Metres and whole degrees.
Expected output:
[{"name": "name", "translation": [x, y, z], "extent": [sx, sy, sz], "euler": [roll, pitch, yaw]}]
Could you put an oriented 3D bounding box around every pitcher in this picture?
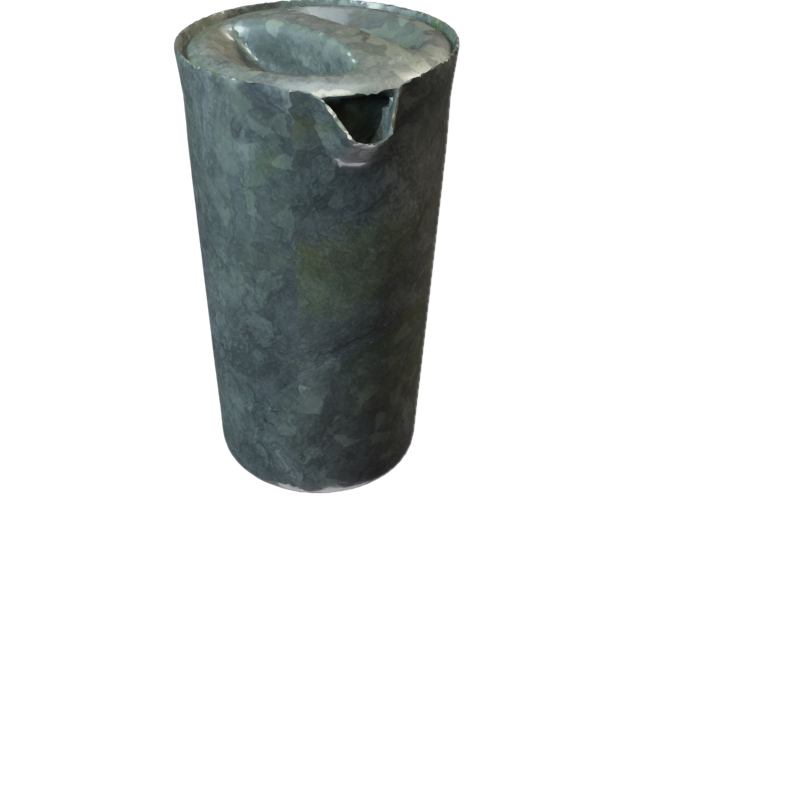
[{"name": "pitcher", "translation": [-0.046, -0.083, 0.581], "extent": [0.151, 0.228, 0.153], "euler": [15, 34, 21]}]
